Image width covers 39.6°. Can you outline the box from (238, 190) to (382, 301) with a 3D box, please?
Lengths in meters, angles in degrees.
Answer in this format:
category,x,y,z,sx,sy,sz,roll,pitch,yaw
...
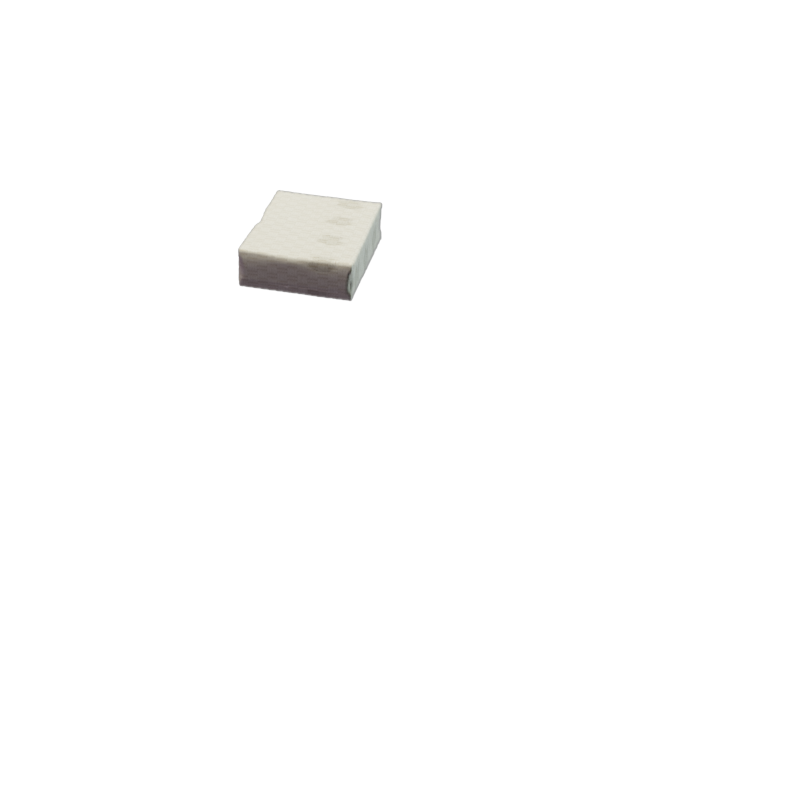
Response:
category,x,y,z,sx,sy,sz,roll,pitch,yaw
box,-0.055,-0.101,0.709,0.075,0.028,0.093,8,35,11
